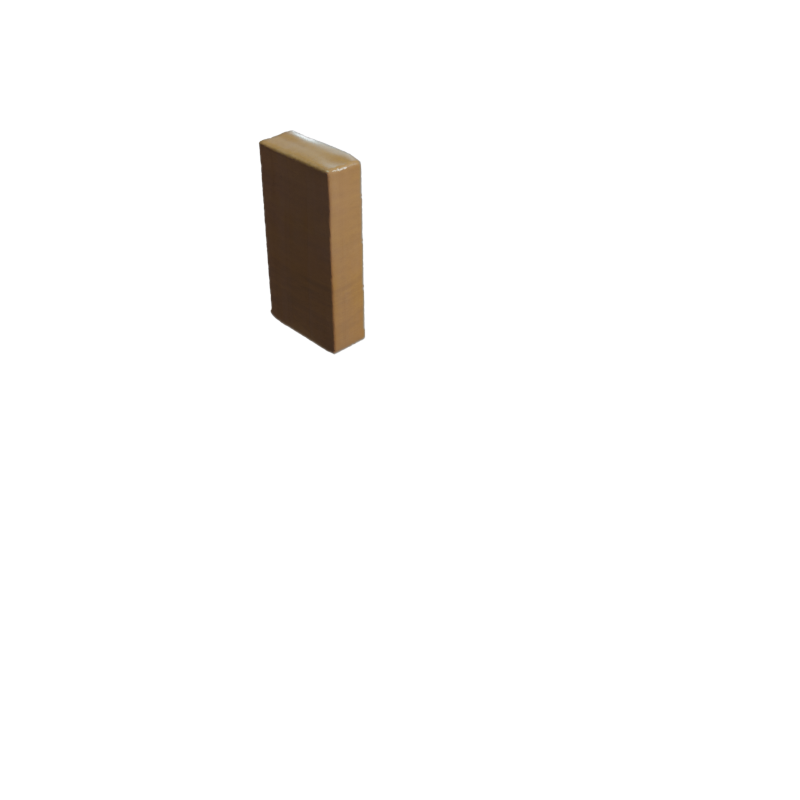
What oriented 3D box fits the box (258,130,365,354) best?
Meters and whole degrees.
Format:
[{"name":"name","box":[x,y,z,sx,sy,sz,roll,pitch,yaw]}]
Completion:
[{"name":"box","box":[-0.075,-0.138,0.966,0.048,0.166,0.100,-22,38,-36]}]
